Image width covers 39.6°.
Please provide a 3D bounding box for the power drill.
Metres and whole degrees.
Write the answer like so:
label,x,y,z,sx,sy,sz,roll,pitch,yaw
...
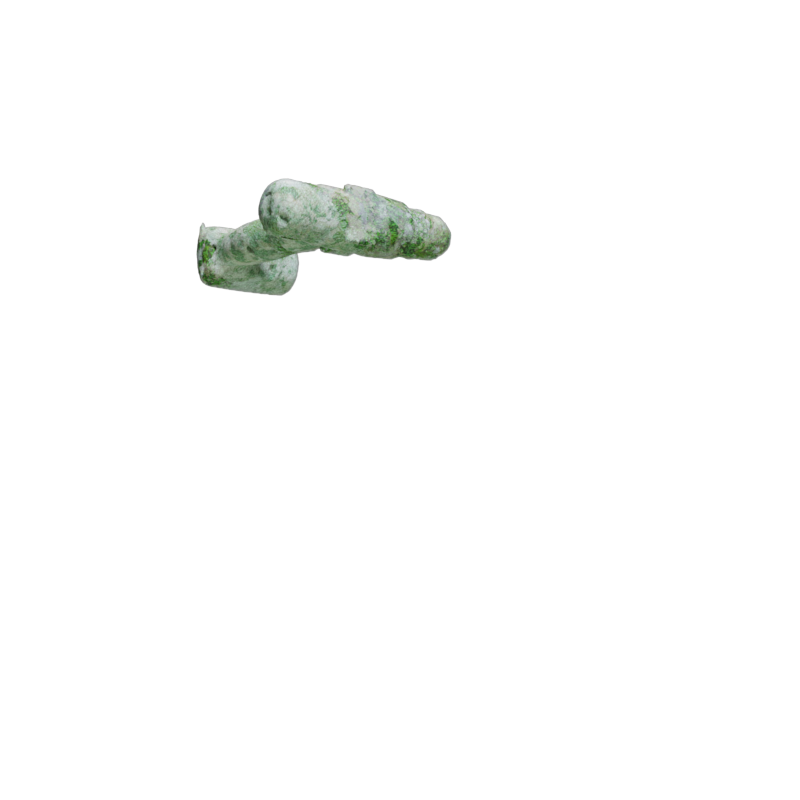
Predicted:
label,x,y,z,sx,sy,sz,roll,pitch,yaw
power drill,-0.075,-0.137,0.960,0.176,0.059,0.190,9,-14,-37
